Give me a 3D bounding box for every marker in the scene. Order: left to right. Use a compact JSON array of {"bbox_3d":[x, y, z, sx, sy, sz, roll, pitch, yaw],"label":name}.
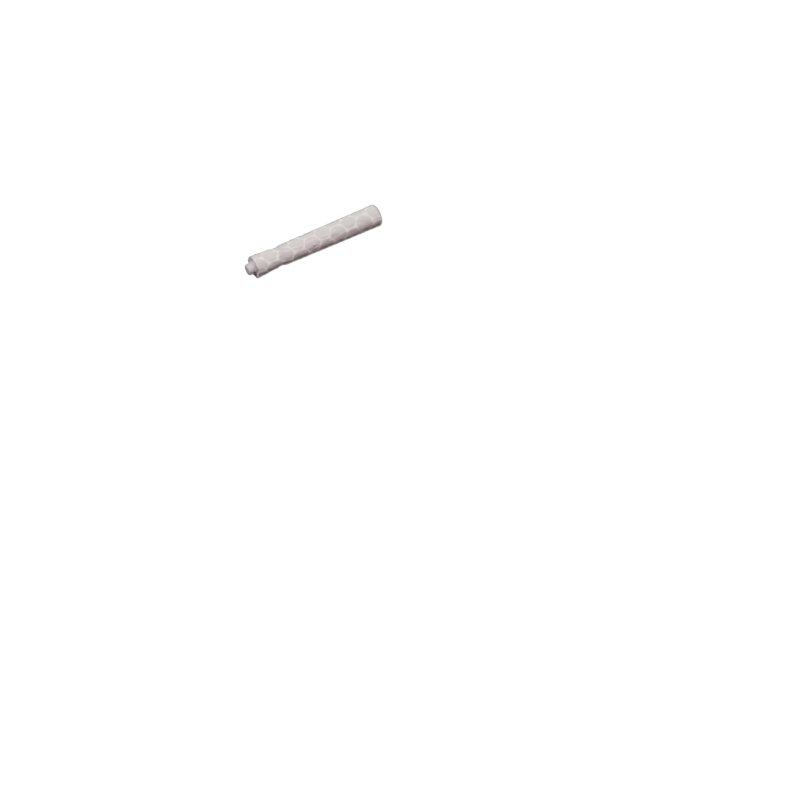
[{"bbox_3d":[-0.070,-0.127,0.892,0.120,0.019,0.020,-26,14,-20],"label":"marker"}]
